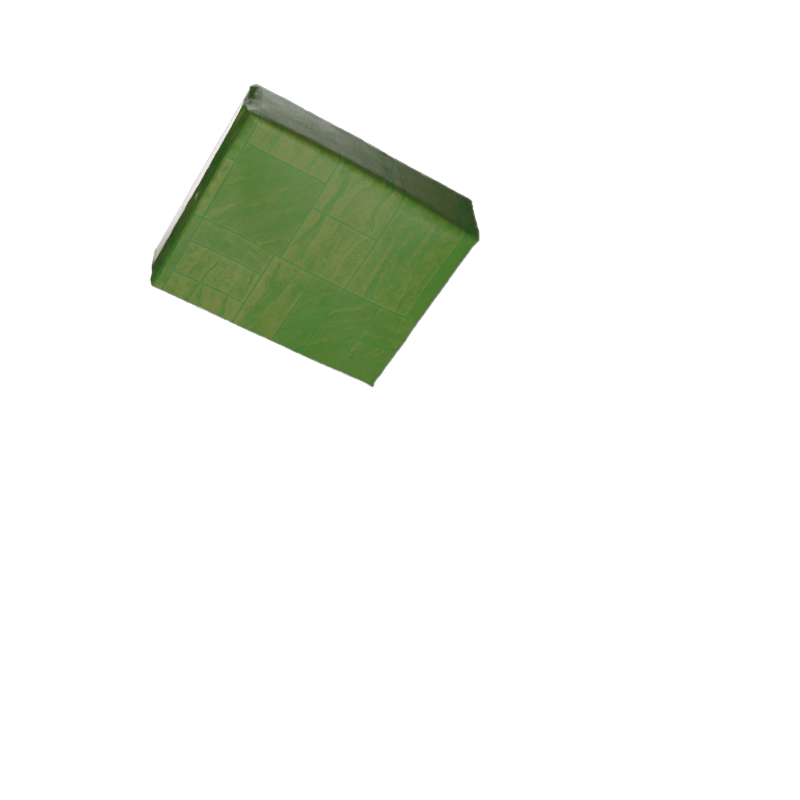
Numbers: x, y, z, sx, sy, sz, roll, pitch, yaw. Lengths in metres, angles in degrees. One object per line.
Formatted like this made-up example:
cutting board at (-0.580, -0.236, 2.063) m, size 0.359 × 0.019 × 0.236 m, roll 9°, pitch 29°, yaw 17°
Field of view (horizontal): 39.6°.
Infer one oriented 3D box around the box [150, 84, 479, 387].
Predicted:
box at (-0.037, -0.067, 0.471) m, size 0.110 × 0.087 × 0.041 m, roll 27°, pitch 26°, yaw -15°
